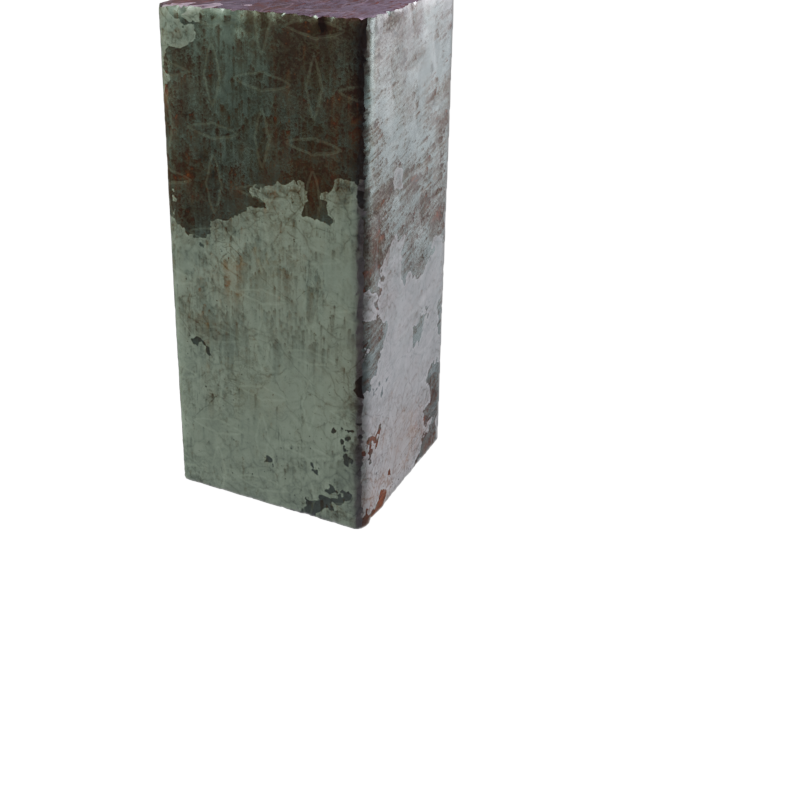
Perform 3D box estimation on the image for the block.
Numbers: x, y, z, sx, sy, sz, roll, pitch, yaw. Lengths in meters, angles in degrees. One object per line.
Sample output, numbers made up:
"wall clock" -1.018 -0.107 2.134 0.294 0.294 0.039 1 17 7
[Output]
"block" -0.037 -0.067 0.467 0.094 0.196 0.091 11 24 23
